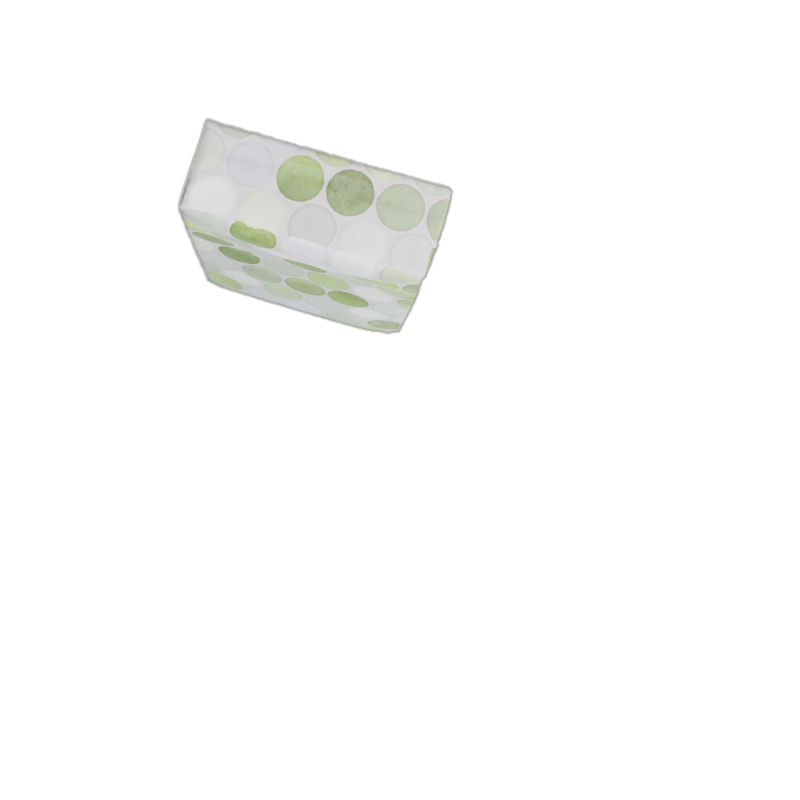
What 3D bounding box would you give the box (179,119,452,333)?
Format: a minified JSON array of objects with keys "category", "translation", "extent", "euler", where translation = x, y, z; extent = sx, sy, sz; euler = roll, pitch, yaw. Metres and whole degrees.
[{"category":"box","translation":[-0.062,-0.113,0.790],"extent":[0.165,0.073,0.209],"euler":[16,-7,0]}]
